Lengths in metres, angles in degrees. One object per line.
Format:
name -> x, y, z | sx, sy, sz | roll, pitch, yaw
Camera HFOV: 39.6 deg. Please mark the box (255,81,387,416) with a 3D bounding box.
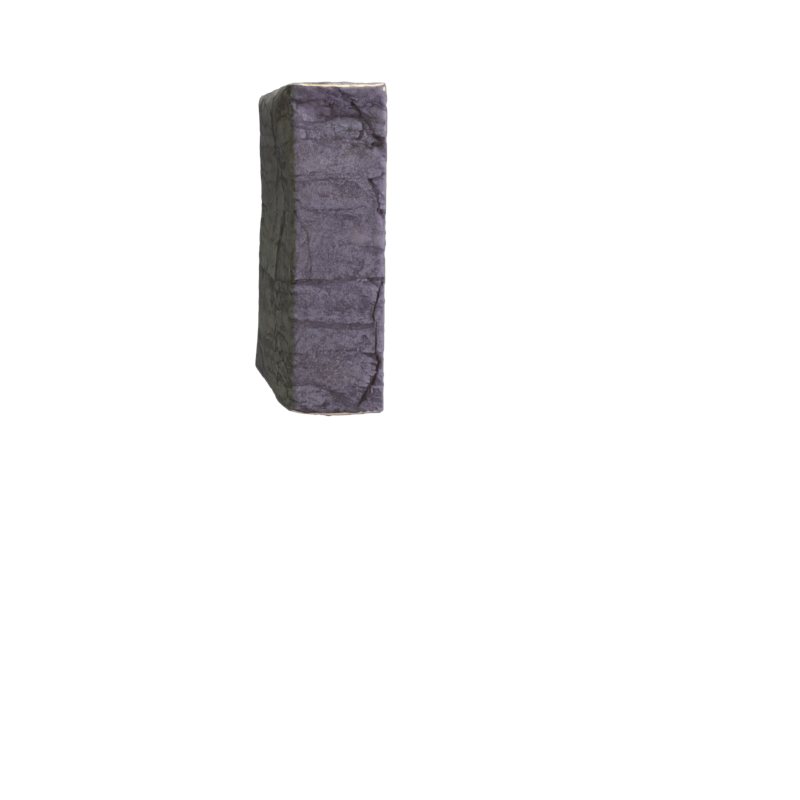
box -> -0.061, -0.111, 0.777 | 0.071, 0.211, 0.169 | -1, 8, -14
